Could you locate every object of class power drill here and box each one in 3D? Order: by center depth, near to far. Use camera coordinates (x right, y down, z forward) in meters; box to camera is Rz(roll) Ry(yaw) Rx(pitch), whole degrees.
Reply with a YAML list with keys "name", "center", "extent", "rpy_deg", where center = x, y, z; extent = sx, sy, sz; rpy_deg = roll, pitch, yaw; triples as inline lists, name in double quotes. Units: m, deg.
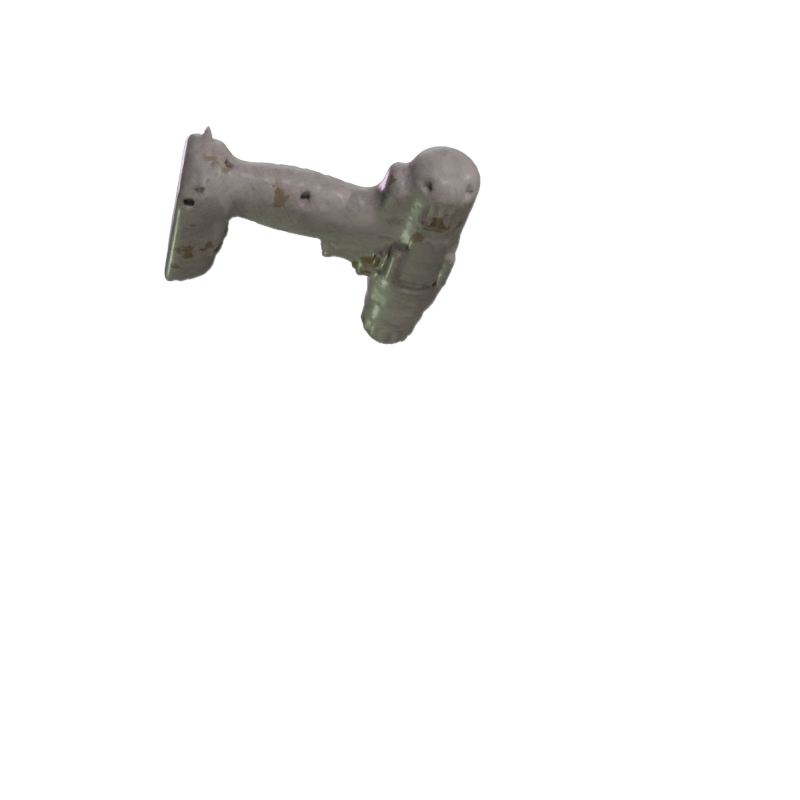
- name: "power drill"
  center: [-0.057, -0.104, 0.726]
  extent: [0.185, 0.061, 0.175]
  rpy_deg: [7, -36, -10]
